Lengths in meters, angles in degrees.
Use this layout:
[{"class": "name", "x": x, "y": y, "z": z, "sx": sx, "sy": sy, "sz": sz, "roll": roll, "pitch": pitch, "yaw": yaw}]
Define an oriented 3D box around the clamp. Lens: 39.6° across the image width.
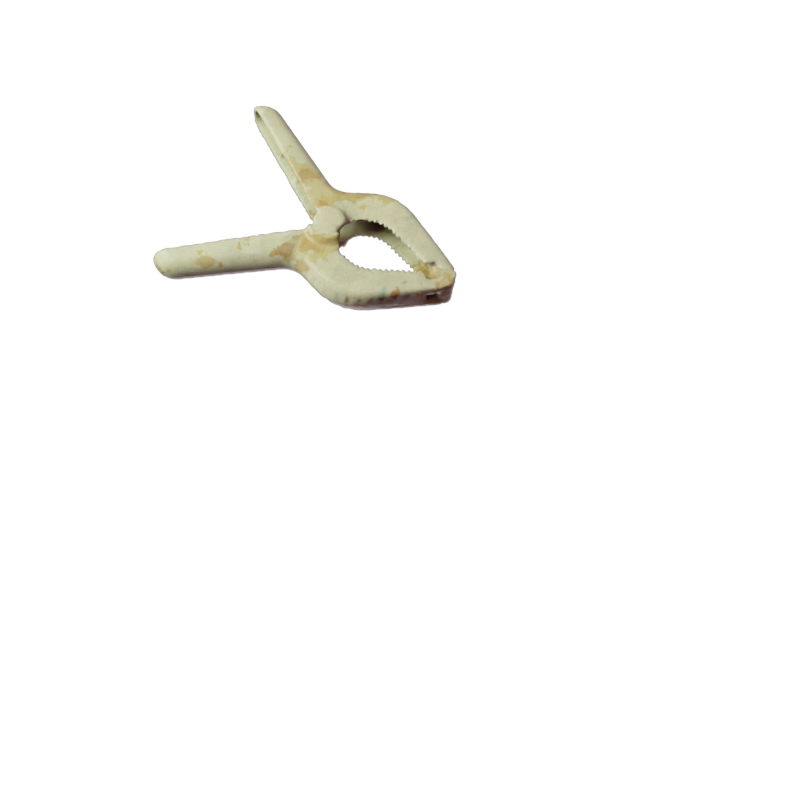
[{"class": "clamp", "x": -0.063, "y": -0.115, "z": 0.809, "sx": 0.218, "sy": 0.169, "sz": 0.034, "roll": 30, "pitch": -25, "yaw": 15}]
